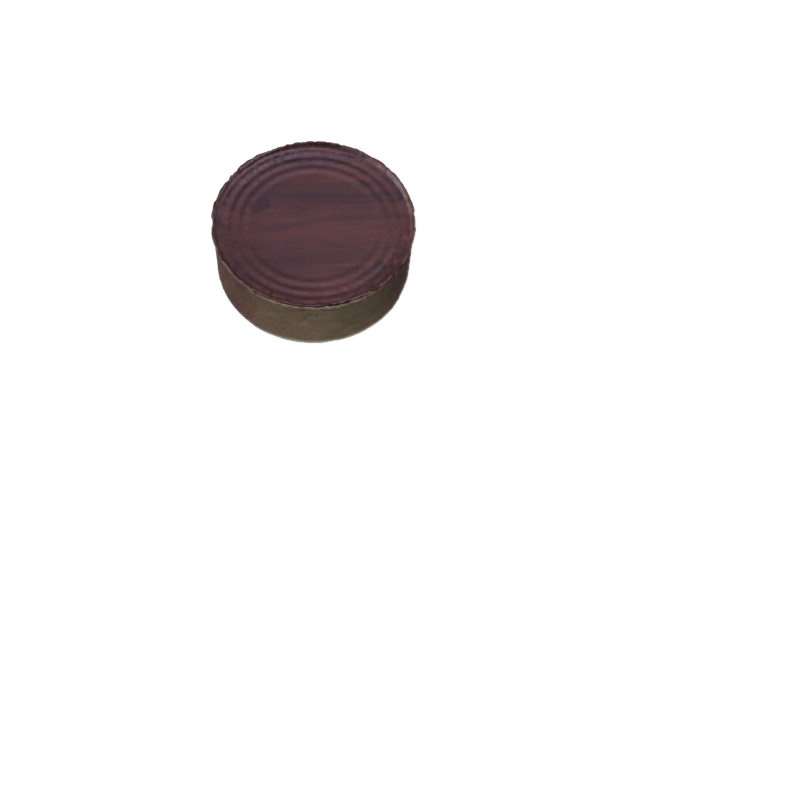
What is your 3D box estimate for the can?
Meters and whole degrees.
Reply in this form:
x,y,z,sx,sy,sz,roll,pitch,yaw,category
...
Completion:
x,y,z,sx,sy,sz,roll,pitch,yaw,category
-0.037,-0.068,0.476,0.086,0.092,0.031,-1,-32,-1,can
